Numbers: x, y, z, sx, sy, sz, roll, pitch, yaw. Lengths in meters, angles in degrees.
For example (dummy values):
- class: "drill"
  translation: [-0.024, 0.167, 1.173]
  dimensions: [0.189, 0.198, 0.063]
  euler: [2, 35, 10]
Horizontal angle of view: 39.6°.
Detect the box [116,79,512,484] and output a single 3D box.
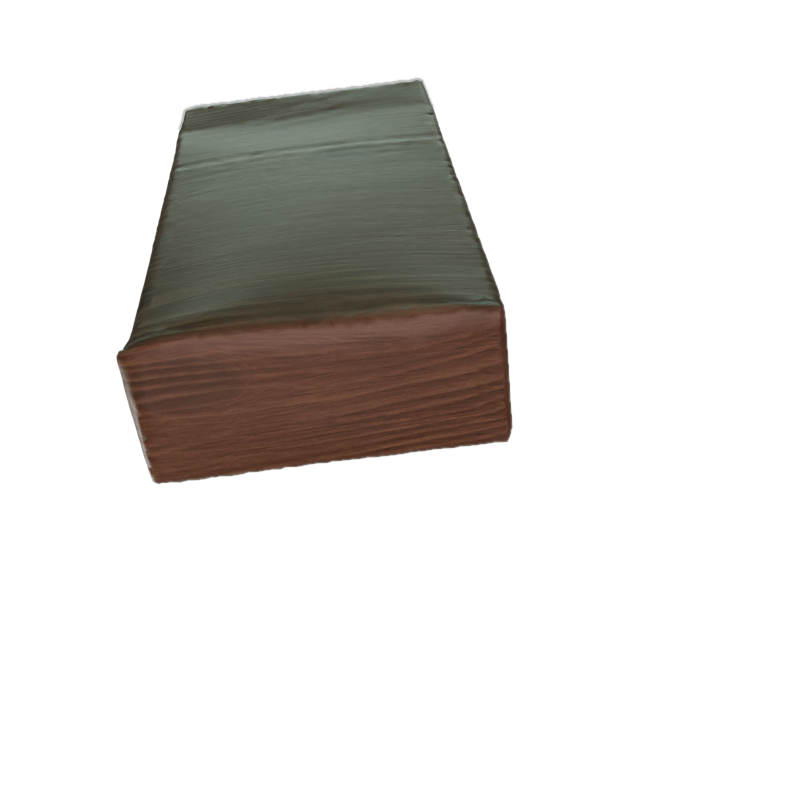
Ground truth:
- class: "box"
  translation: [-0.027, -0.049, 0.343]
  dimensions: [0.093, 0.045, 0.187]
  euler: [-7, 30, 0]
